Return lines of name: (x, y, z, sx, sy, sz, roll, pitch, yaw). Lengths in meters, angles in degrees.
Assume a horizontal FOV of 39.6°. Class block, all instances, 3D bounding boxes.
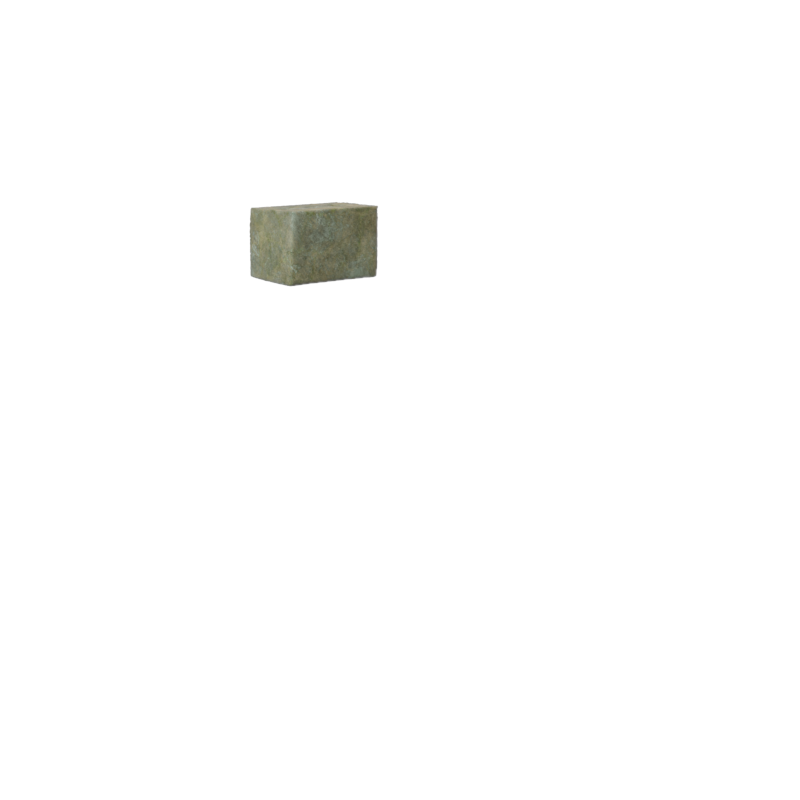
block: (-0.061, -0.112, 0.785, 0.076, 0.050, 0.055, -10, 15, -39)
